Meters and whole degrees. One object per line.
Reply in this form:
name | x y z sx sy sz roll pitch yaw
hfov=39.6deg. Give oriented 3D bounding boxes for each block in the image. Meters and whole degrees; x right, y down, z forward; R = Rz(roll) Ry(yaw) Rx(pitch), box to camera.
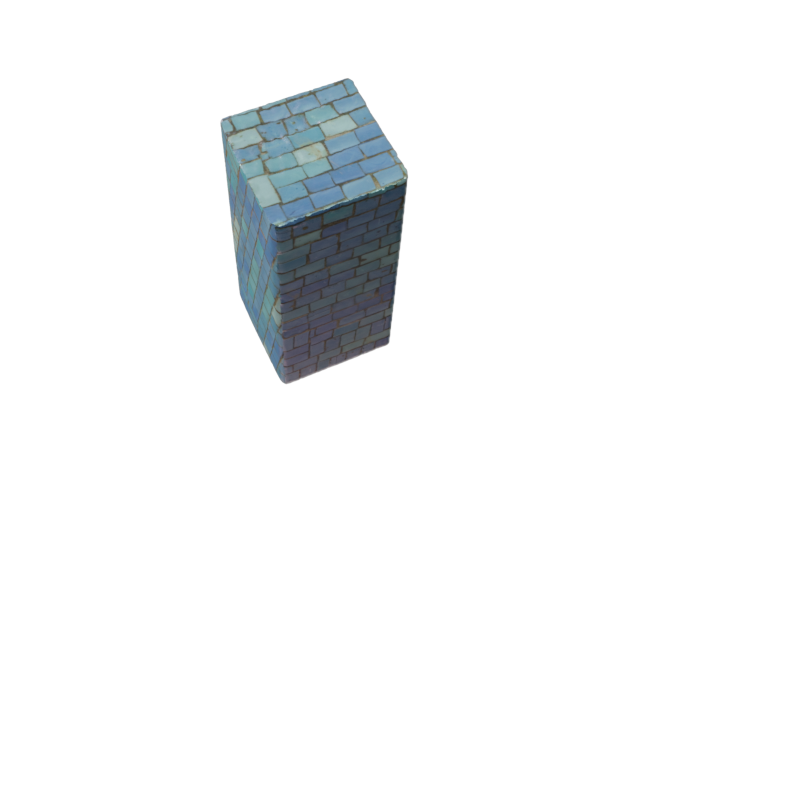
block | -0.059 -0.106 0.750 0.090 0.096 0.194 -21 -25 -14
